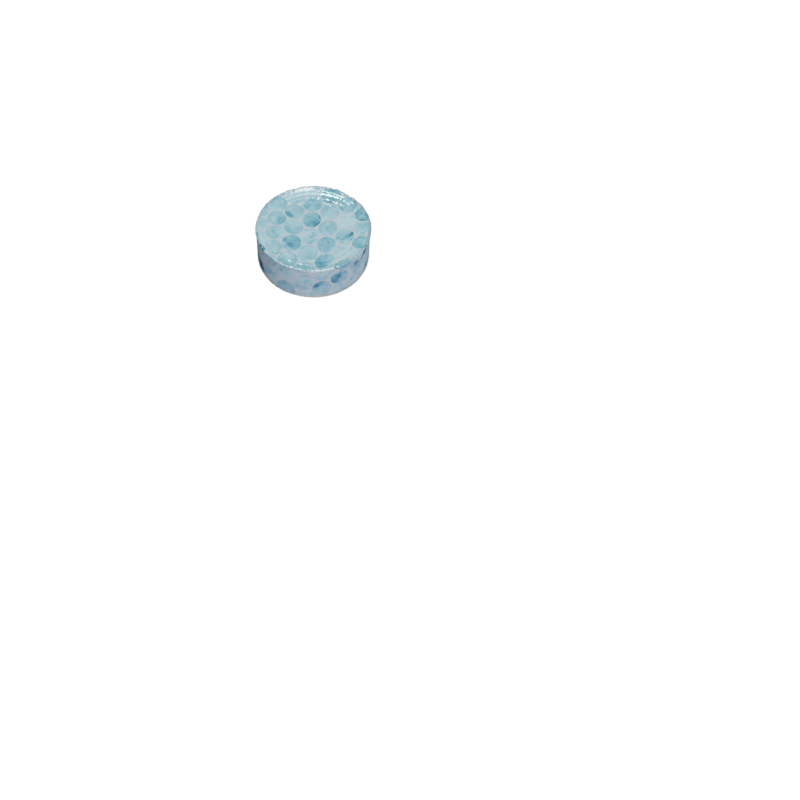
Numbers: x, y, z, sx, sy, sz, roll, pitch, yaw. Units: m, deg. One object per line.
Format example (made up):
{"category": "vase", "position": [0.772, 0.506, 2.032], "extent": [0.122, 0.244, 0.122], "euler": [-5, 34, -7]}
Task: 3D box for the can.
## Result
{"category": "can", "position": [-0.065, -0.118, 0.829], "extent": [0.086, 0.092, 0.031], "euler": [-1, -39, -1]}
